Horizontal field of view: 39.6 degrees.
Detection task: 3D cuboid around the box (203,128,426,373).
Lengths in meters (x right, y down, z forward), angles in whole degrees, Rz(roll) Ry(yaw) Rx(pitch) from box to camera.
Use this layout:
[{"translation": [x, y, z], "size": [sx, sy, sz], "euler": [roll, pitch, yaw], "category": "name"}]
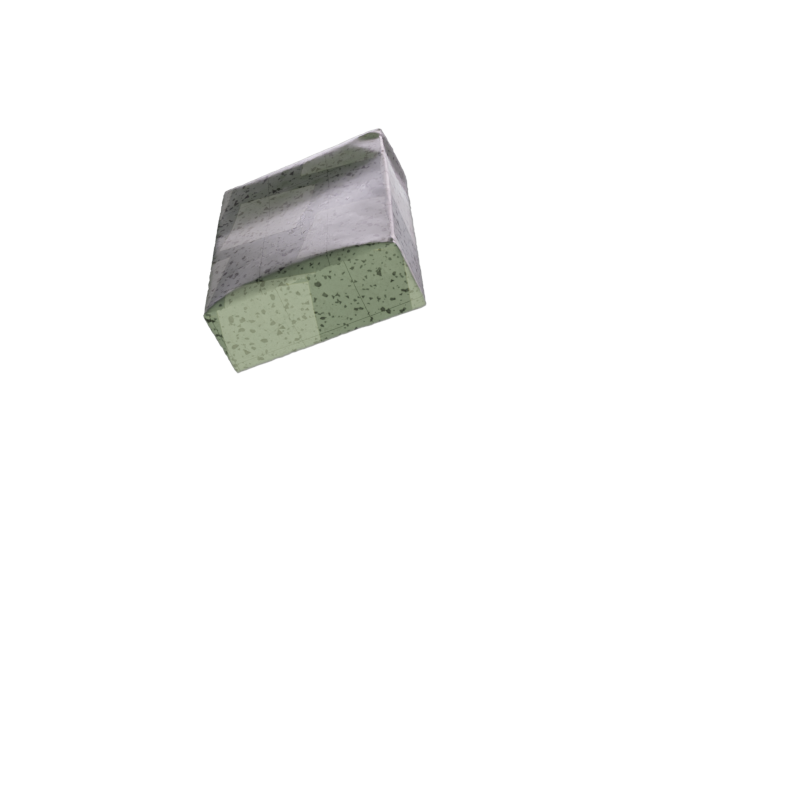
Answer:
[{"translation": [-0.073, -0.134, 0.939], "size": [0.165, 0.067, 0.228], "euler": [-20, 35, 11], "category": "box"}]
